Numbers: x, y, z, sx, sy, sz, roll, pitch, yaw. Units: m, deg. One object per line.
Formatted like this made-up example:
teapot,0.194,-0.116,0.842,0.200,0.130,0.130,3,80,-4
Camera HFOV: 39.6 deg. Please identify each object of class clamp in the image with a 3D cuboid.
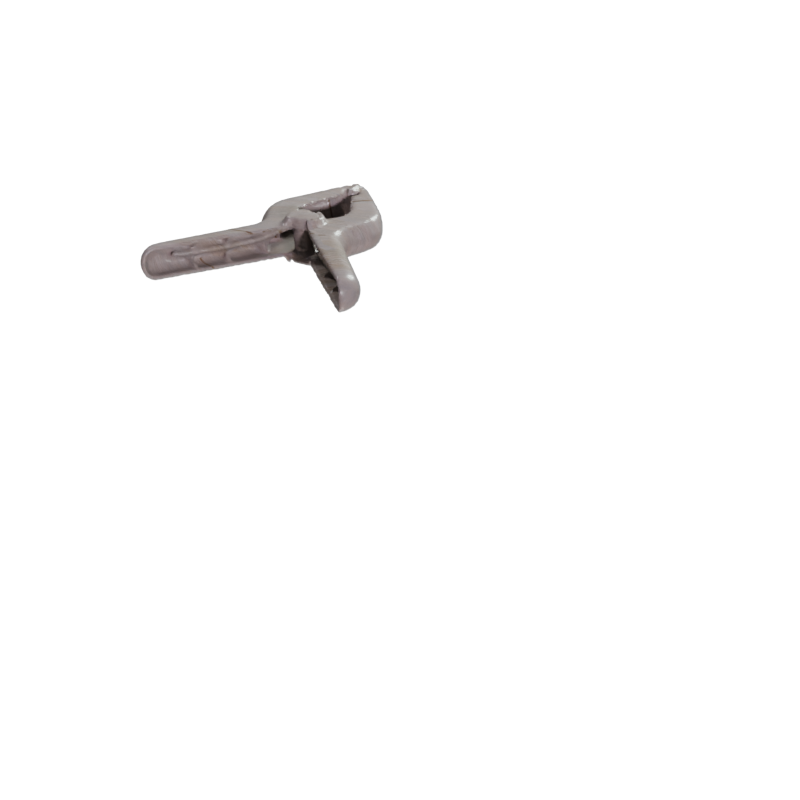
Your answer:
clamp,-0.064,-0.117,0.817,0.172,0.035,0.211,15,30,27
